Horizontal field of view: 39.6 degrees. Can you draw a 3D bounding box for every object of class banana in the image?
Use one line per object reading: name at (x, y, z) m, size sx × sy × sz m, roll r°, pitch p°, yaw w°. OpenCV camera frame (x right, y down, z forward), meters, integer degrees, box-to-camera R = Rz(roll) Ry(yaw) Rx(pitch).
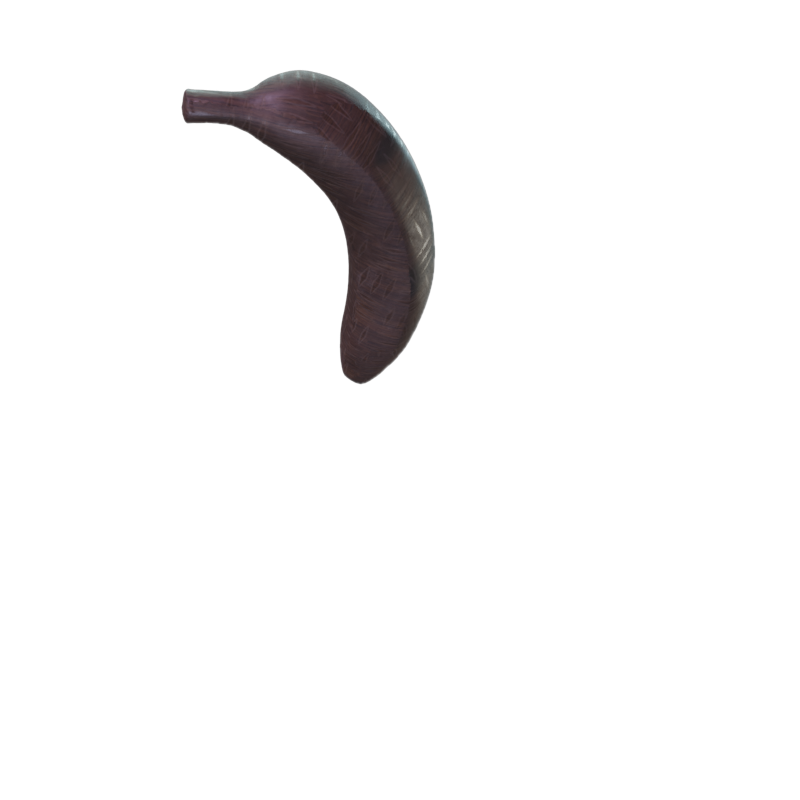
banana at (-0.020, -0.073, 0.463) m, size 0.070 × 0.039 × 0.182 m, roll -12°, pitch -38°, yaw 14°
